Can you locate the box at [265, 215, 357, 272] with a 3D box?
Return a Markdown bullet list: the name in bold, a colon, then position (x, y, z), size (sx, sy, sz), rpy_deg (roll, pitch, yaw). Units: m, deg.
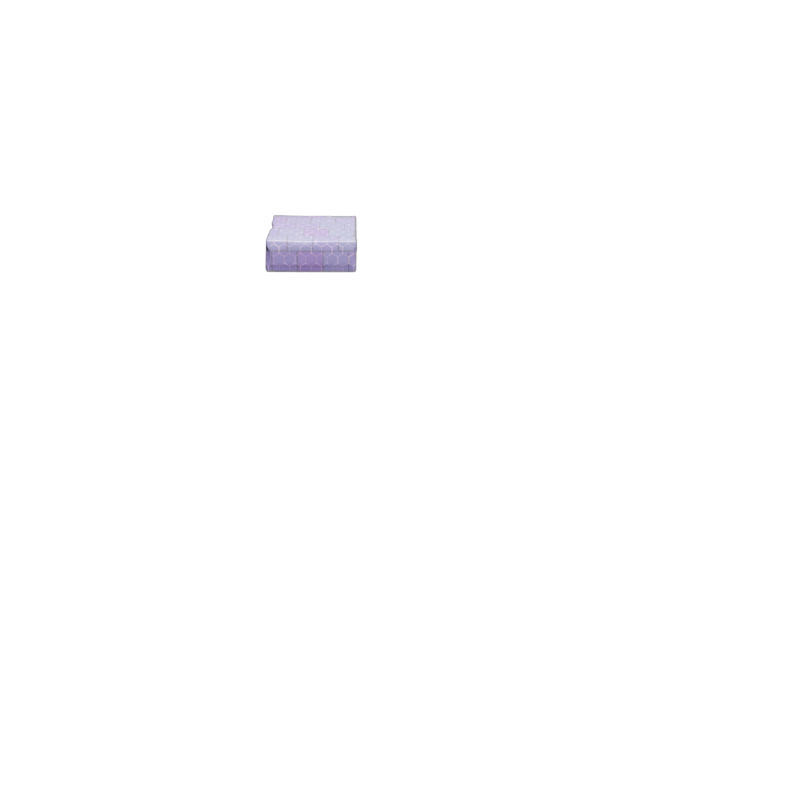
- **box**: position (-0.072, -0.132, 0.923), size (0.073, 0.029, 0.093), rpy_deg (0, 22, 0)
